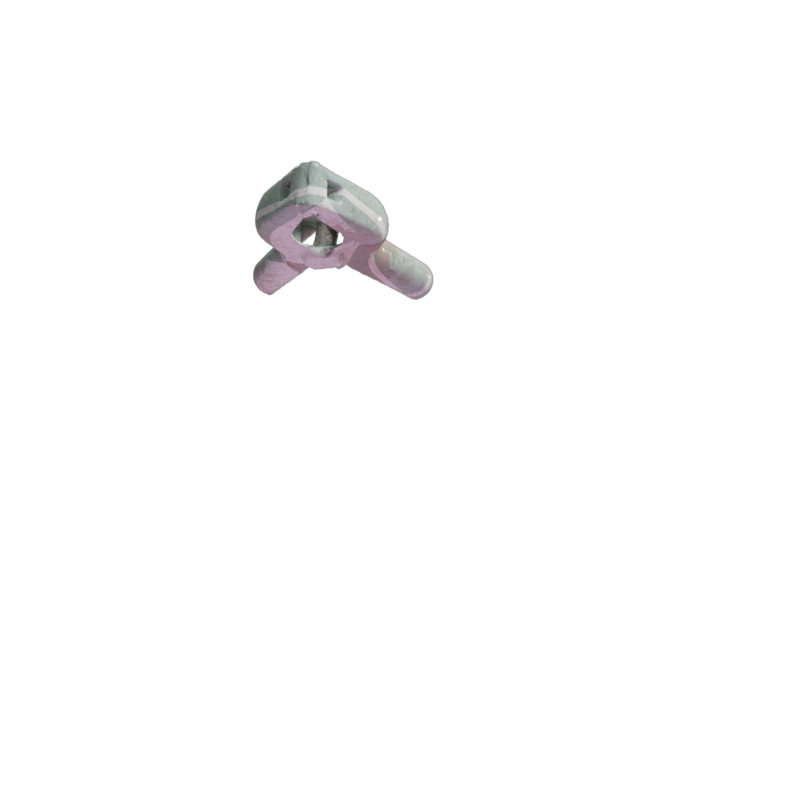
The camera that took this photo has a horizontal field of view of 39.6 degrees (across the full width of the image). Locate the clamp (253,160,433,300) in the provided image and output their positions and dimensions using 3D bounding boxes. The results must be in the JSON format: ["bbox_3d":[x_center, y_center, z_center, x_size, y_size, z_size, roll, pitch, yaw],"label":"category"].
[{"bbox_3d":[-0.054,-0.098,0.686,0.122,0.041,0.160,-5,-20,14],"label":"clamp"}]
